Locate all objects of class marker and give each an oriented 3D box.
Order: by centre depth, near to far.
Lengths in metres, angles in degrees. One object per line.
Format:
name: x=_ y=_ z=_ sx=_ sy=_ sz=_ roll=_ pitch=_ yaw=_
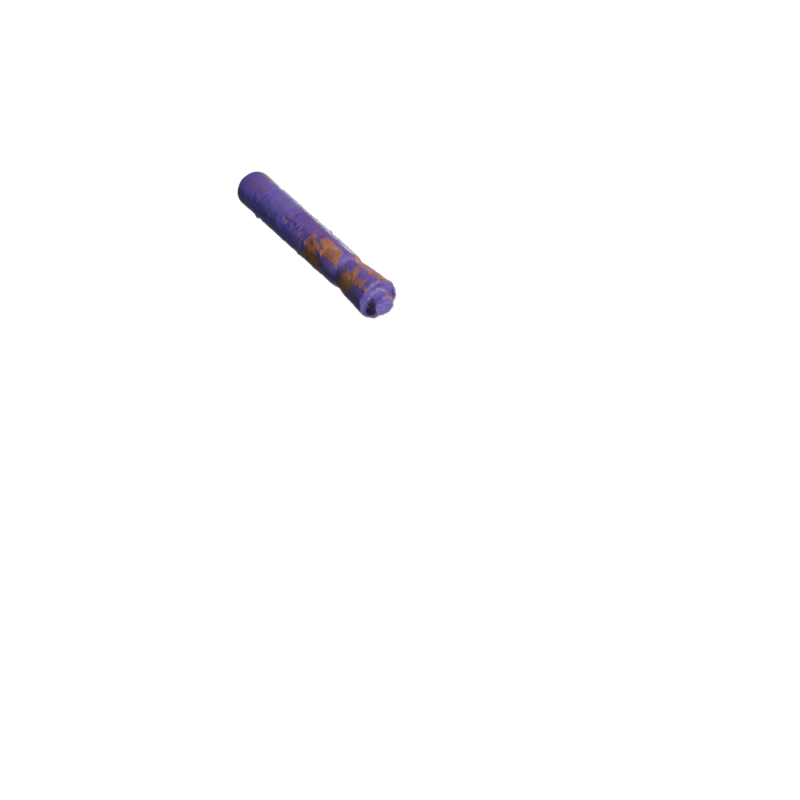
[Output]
marker: x=-0.040 y=-0.073 z=0.513 sx=0.019 sy=0.019 sz=0.131 roll=-3 pitch=33 yaw=-36
